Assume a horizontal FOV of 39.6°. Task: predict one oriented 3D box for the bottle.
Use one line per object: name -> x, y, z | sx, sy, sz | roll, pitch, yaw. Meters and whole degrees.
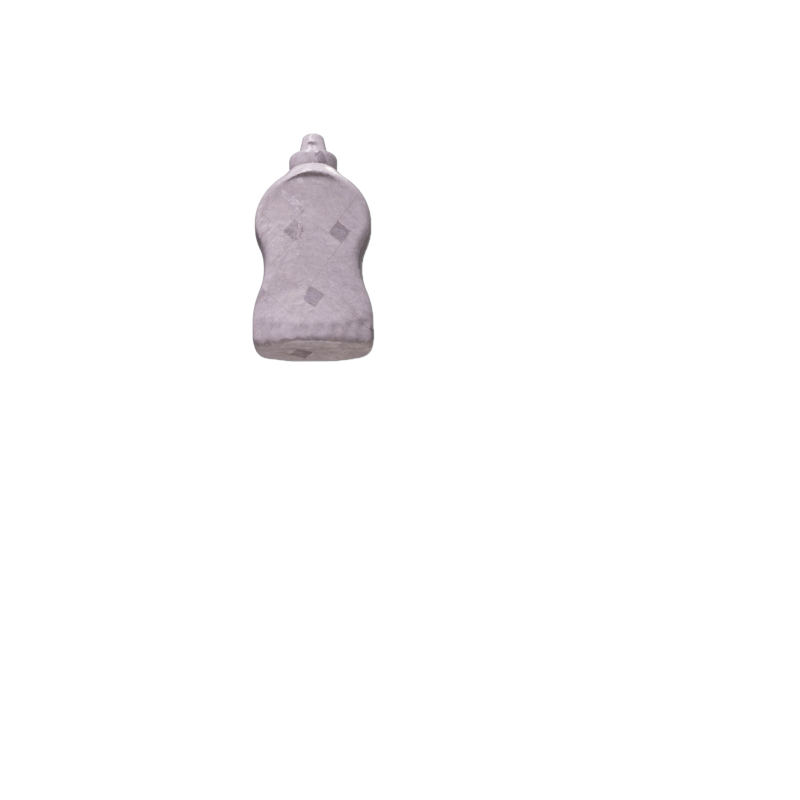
bottle -> -0.071, -0.130, 0.911 | 0.096, 0.201, 0.055 | -2, -21, 2
